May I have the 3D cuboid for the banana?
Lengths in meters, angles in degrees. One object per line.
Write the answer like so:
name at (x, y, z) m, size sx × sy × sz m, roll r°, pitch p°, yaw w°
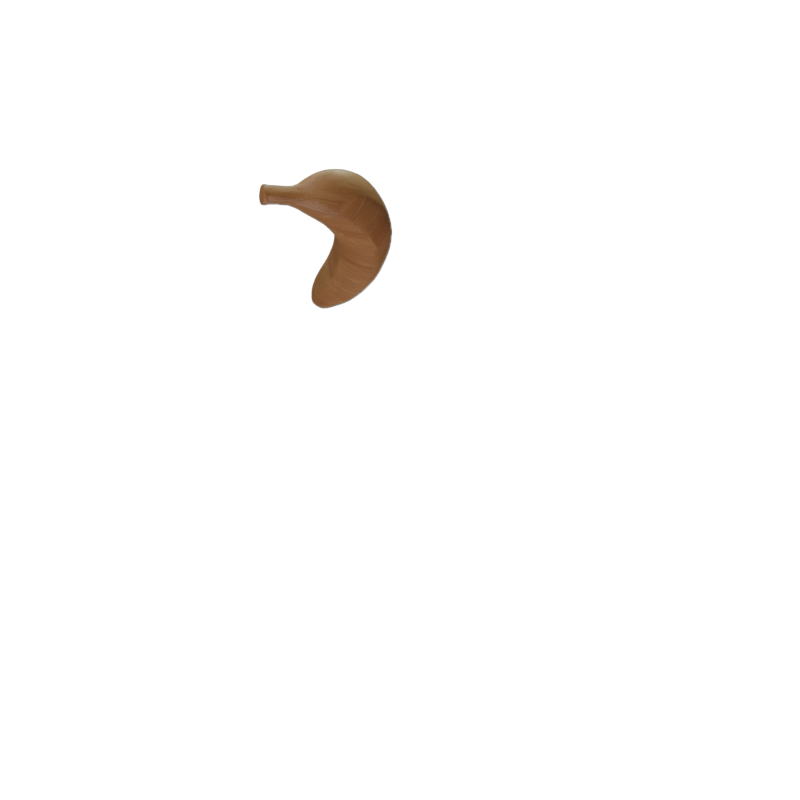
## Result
banana at (-0.039, -0.106, 0.723) m, size 0.070 × 0.038 × 0.187 m, roll -2°, pitch -17°, yaw 6°
